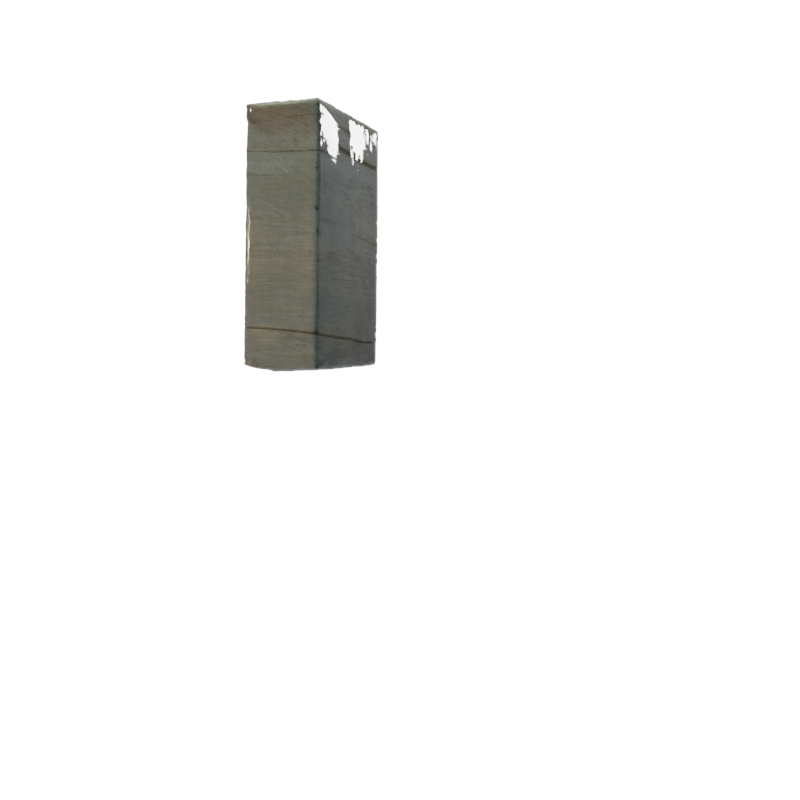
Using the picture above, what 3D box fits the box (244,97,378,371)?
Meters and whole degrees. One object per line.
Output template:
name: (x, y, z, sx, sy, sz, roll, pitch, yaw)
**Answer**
box: (-0.073, -0.134, 0.938, 0.073, 0.216, 0.160, -1, -2, 16)
